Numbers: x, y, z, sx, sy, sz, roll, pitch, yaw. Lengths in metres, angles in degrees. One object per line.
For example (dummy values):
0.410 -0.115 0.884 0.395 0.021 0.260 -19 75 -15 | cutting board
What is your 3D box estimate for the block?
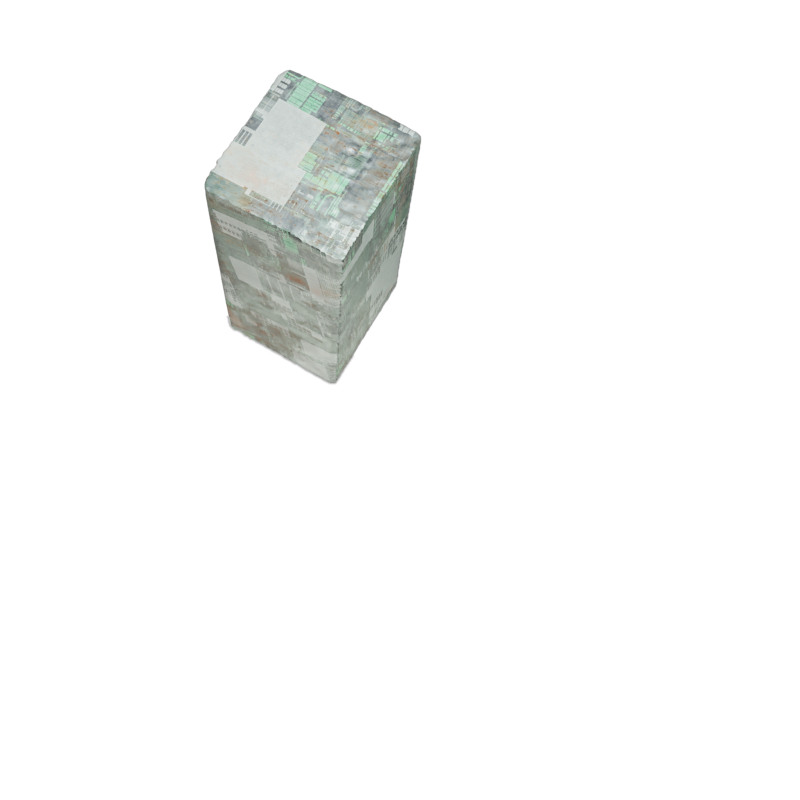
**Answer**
-0.054 -0.099 0.688 0.092 0.093 0.197 29 -18 6 | block
